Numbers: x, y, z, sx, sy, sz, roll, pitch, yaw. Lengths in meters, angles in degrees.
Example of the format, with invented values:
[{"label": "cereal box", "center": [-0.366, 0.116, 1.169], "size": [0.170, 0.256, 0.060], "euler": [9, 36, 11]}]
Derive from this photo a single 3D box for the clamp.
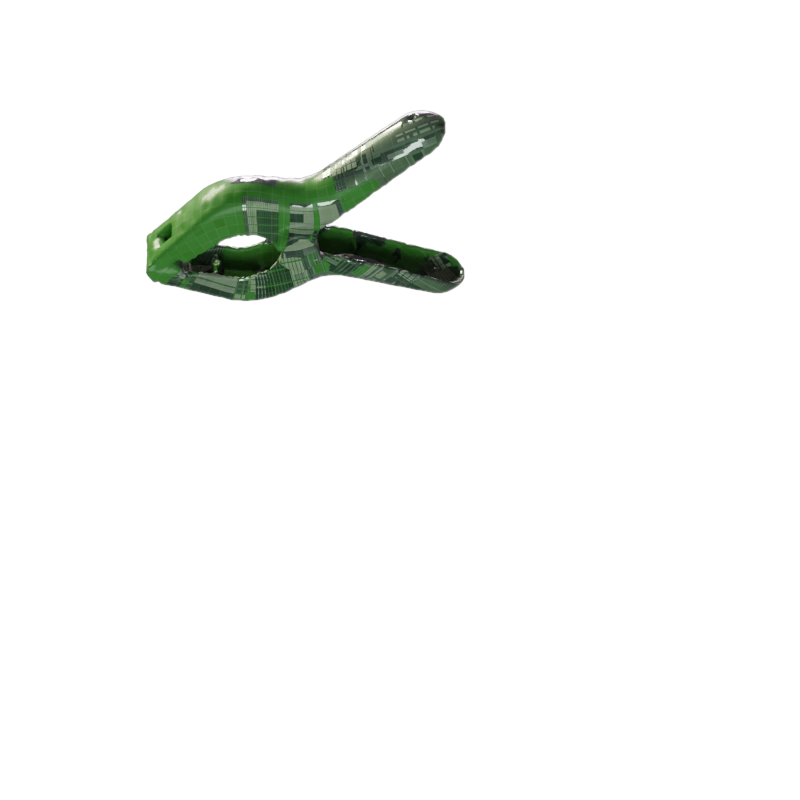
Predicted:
[{"label": "clamp", "center": [-0.046, -0.084, 0.589], "size": [0.173, 0.111, 0.042], "euler": [-13, 42, 12]}]
